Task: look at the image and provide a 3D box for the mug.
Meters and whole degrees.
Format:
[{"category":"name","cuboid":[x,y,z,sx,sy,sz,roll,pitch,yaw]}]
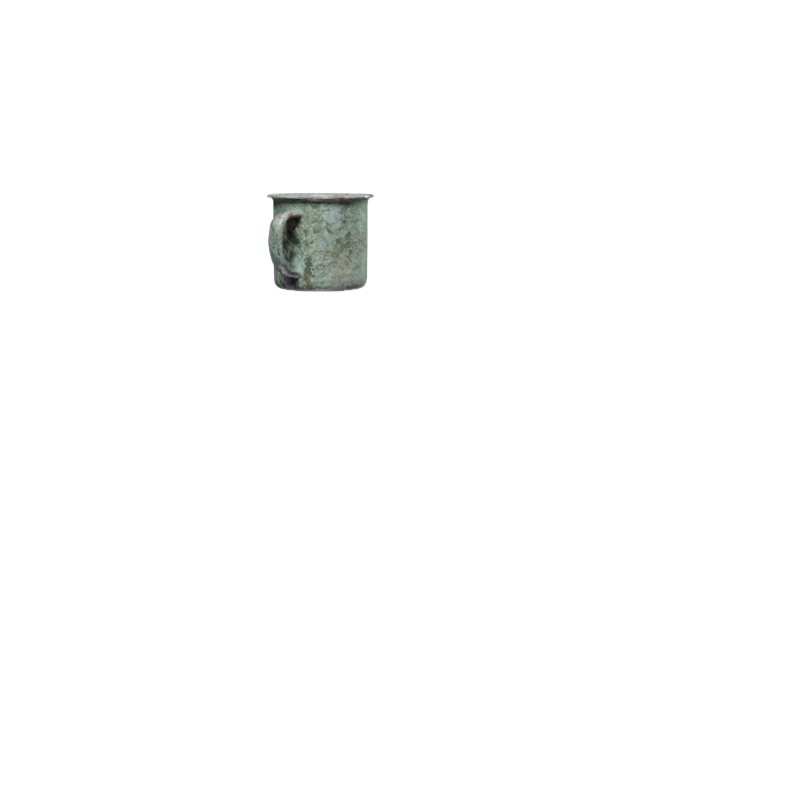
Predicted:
[{"category":"mug","cuboid":[-0.075,-0.136,0.955,0.097,0.080,0.115,5,10,28]}]
